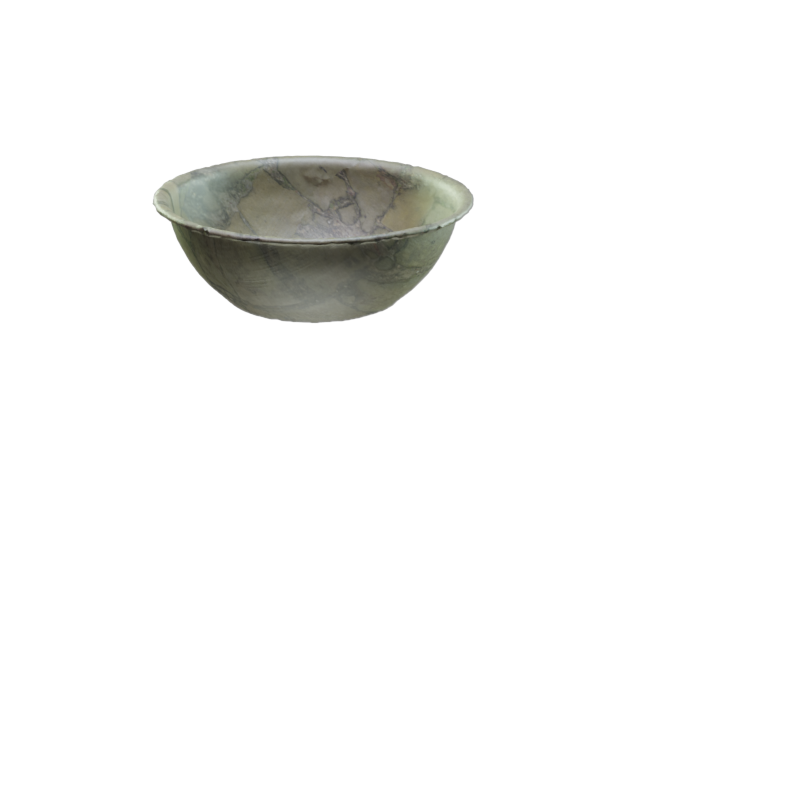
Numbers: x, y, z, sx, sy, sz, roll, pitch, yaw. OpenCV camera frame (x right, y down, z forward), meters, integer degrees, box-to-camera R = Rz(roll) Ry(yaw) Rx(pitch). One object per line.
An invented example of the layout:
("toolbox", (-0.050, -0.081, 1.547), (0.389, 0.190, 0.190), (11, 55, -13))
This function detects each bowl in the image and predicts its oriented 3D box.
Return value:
("bowl", (-0.045, -0.081, 0.569), (0.162, 0.053, 0.170), (-1, 24, -2))
